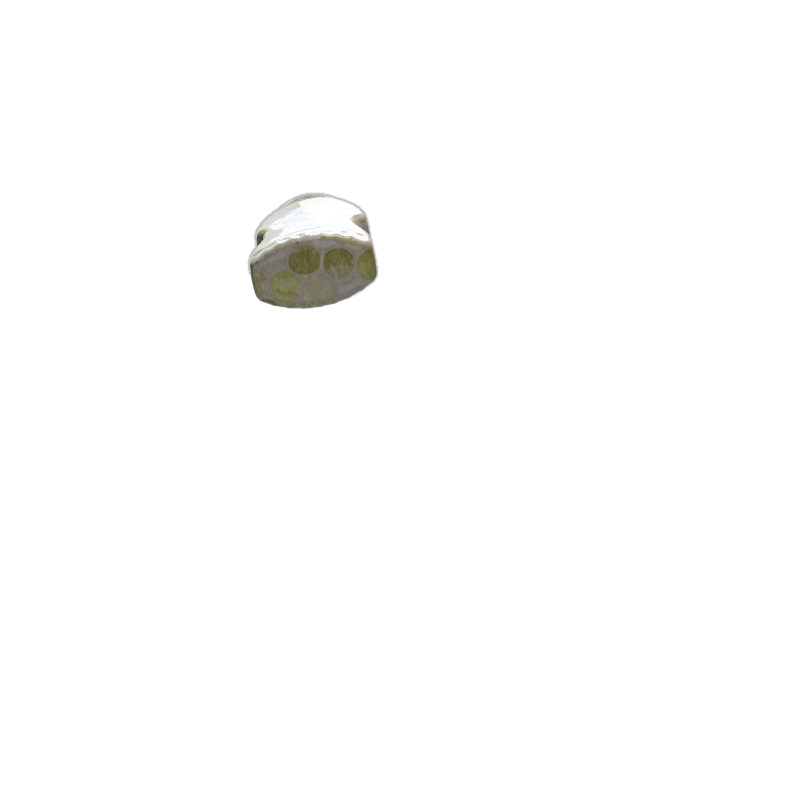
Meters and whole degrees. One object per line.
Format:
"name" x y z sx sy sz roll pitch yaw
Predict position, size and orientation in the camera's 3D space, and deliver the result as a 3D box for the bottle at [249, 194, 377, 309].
"bottle" -0.072 -0.132 0.924 0.096 0.056 0.200 -12 22 1
